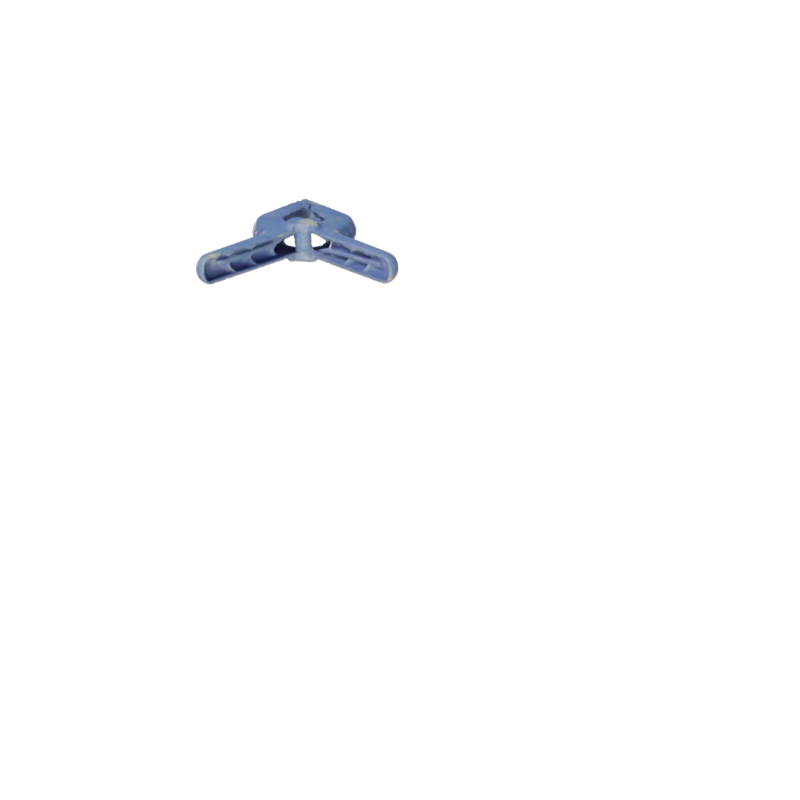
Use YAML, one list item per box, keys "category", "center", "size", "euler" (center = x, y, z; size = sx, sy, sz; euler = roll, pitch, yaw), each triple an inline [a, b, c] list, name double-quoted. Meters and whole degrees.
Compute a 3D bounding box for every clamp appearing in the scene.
- category: "clamp"
  center: [-0.077, -0.141, 0.986]
  size: [0.166, 0.035, 0.217]
  euler: [3, 23, 6]
